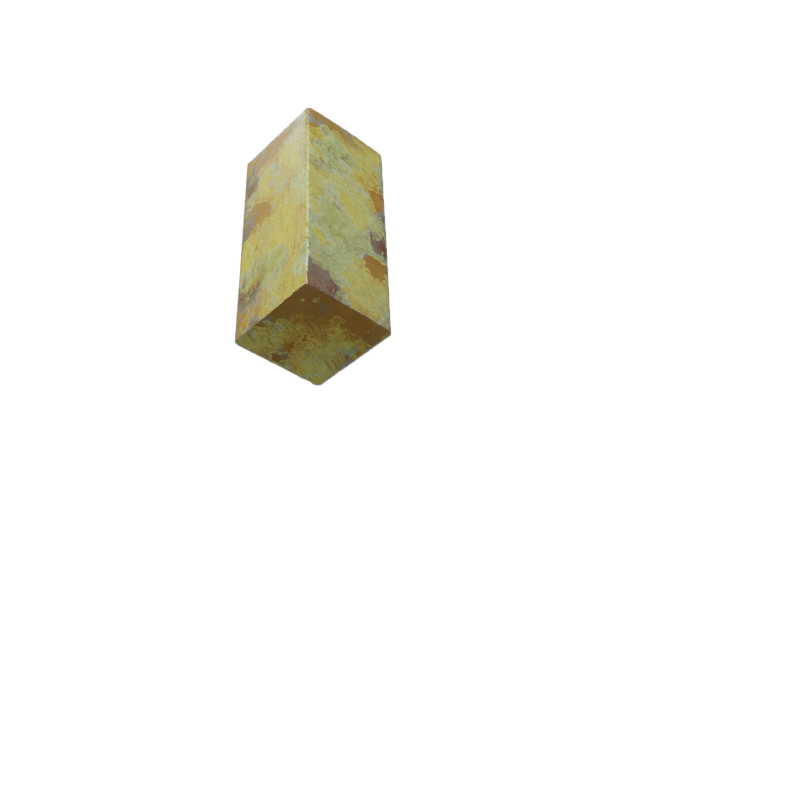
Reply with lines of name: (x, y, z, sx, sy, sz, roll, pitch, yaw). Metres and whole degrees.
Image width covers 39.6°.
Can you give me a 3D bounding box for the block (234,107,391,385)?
block: (-0.071, -0.131, 0.920, 0.085, 0.221, 0.090, 29, -50, -32)
